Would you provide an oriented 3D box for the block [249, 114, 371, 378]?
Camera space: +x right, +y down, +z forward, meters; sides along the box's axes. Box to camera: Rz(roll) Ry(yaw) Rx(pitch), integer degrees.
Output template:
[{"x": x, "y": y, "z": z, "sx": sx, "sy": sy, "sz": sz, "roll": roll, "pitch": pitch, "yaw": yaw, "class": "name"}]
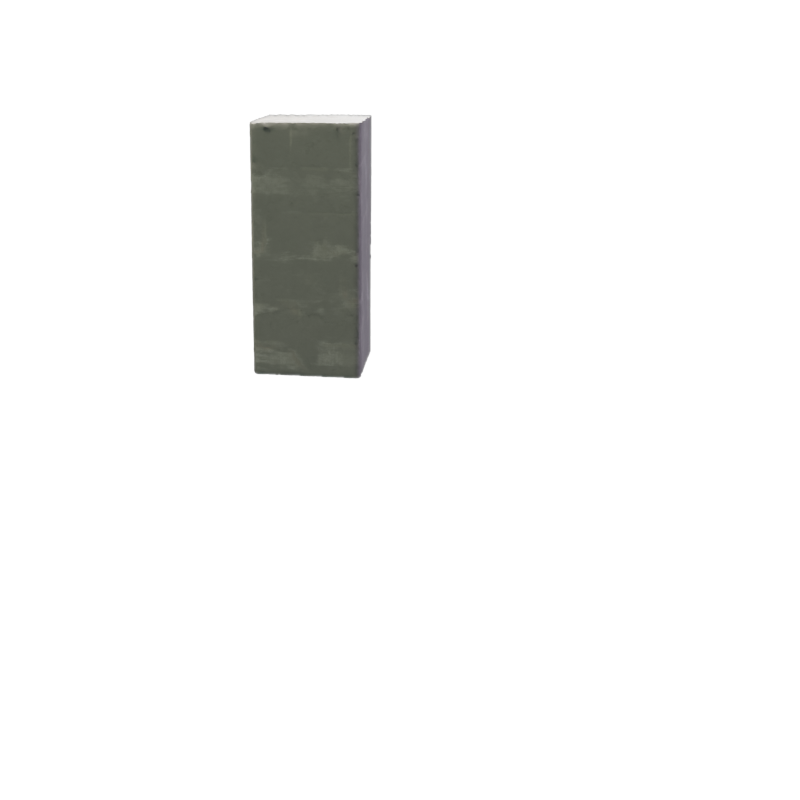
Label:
[{"x": -0.073, "y": -0.132, "z": 0.922, "sx": 0.092, "sy": 0.201, "sz": 0.092, "roll": 2, "pitch": 12, "yaw": 6, "class": "block"}]
